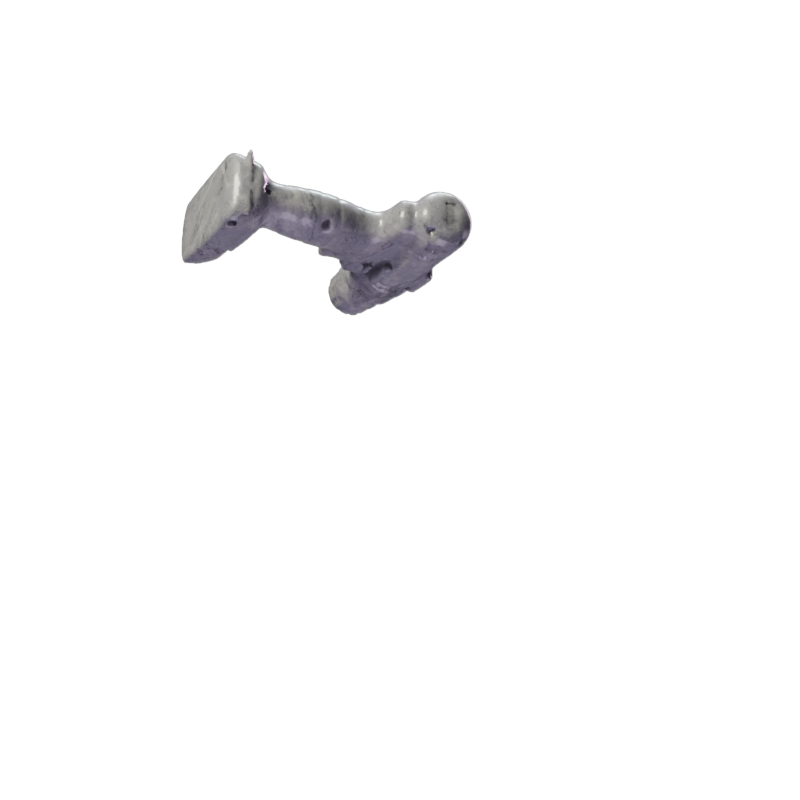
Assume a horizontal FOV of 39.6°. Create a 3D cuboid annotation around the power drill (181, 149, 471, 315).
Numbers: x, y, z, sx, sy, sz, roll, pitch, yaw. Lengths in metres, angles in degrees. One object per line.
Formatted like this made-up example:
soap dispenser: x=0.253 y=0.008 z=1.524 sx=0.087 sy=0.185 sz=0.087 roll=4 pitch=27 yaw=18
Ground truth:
power drill: x=-0.066 y=-0.120 z=0.840 sx=0.181 sy=0.060 sz=0.182 roll=9 pitch=-22 yaw=-25
